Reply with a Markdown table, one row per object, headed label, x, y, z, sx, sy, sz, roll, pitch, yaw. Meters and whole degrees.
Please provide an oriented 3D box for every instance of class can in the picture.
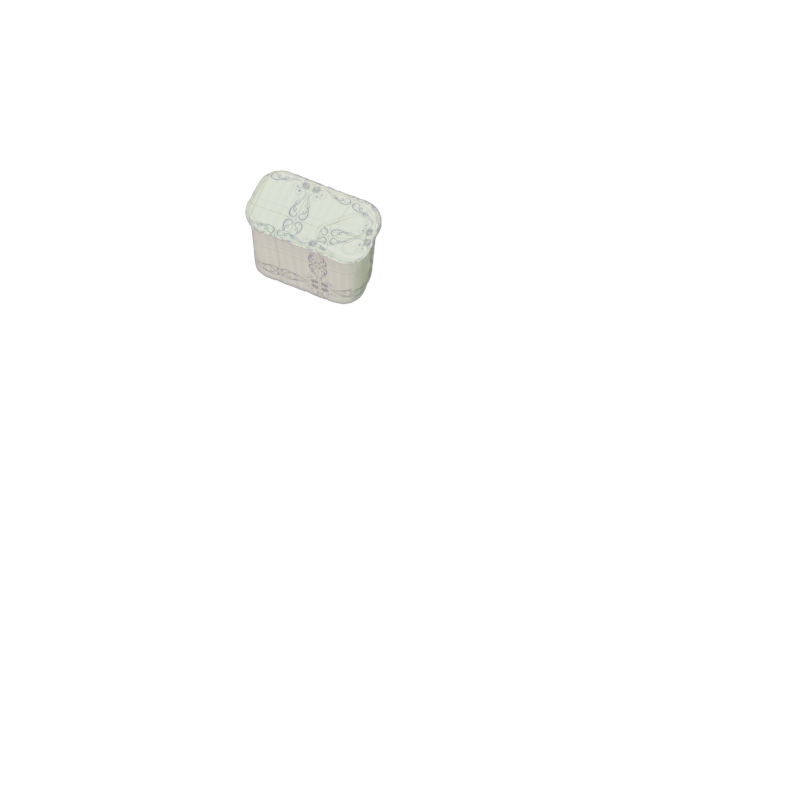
| label | x | y | z | sx | sy | sz | roll | pitch | yaw |
| --- | --- | --- | --- | --- | --- | --- | --- | --- | --- |
| can | -0.069 | -0.126 | 0.880 | 0.104 | 0.060 | 0.079 | 22 | -23 | 9 |
